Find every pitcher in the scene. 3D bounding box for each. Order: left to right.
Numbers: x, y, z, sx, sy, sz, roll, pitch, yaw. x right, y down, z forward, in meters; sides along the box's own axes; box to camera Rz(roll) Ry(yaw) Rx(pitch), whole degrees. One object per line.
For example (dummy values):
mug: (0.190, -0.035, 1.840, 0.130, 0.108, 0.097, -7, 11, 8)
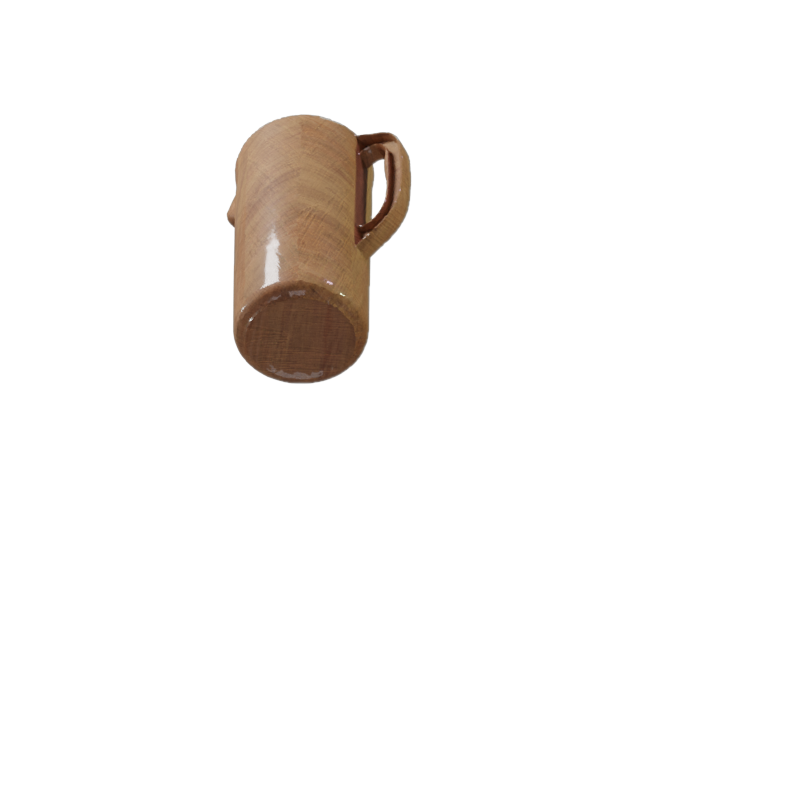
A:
pitcher: (-0.075, -0.137, 0.960, 0.142, 0.142, 0.261, 11, 40, -13)
